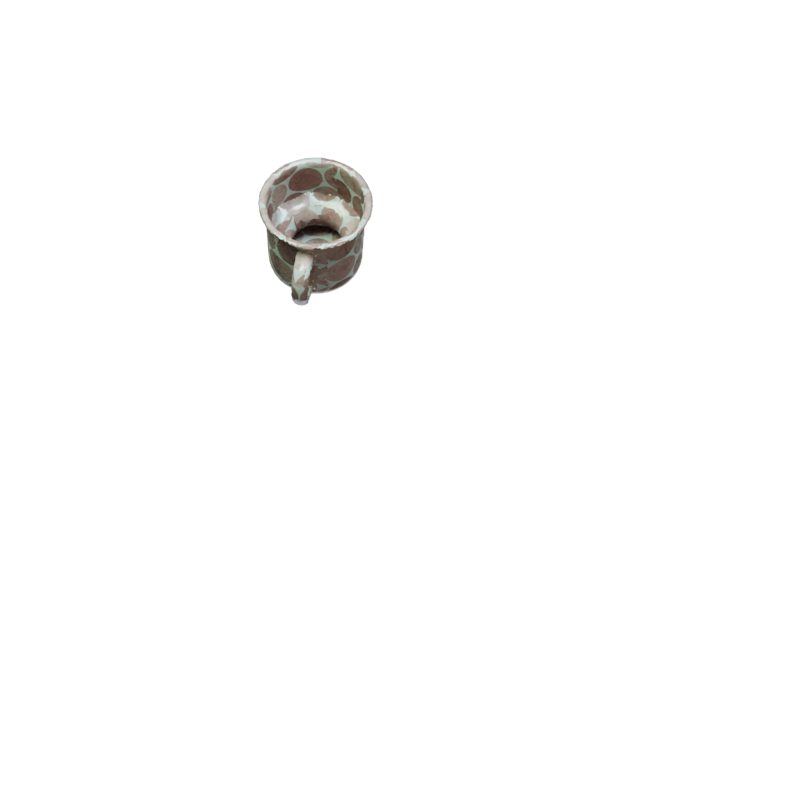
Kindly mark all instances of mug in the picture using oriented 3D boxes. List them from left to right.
[{"bbox_3d":[-0.072,-0.132,0.925,0.094,0.124,0.076,6,-32,2],"label":"mug"}]
